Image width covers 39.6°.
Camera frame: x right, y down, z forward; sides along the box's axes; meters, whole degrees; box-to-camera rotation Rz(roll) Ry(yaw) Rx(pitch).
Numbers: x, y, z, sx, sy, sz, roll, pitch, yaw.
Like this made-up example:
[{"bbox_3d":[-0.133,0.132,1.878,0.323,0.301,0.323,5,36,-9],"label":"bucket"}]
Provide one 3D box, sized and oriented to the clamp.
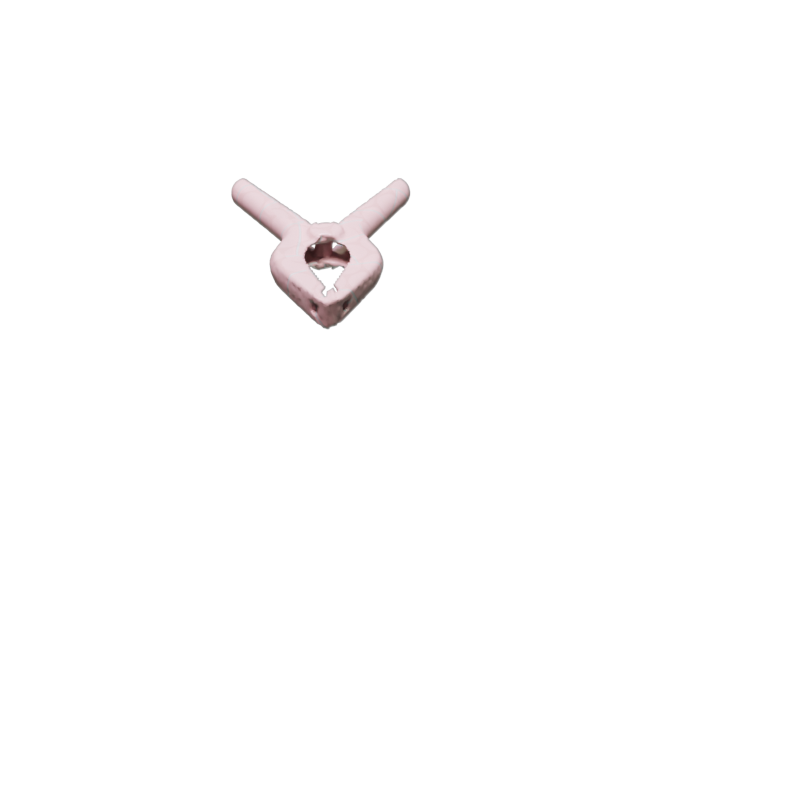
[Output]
[{"bbox_3d":[-0.075,-0.137,0.958,0.165,0.034,0.224,2,38,2],"label":"clamp"}]
